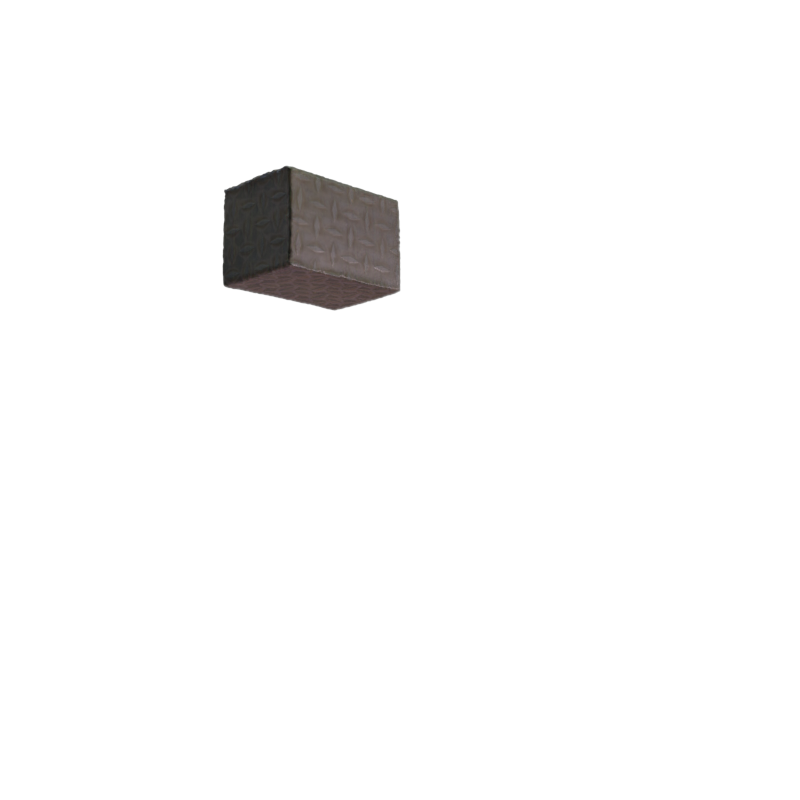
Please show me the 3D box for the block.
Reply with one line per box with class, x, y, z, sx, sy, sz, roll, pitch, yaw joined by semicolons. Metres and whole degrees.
block;-0.044;-0.080;0.562;0.074;0.053;0.054;11;-18;-44
